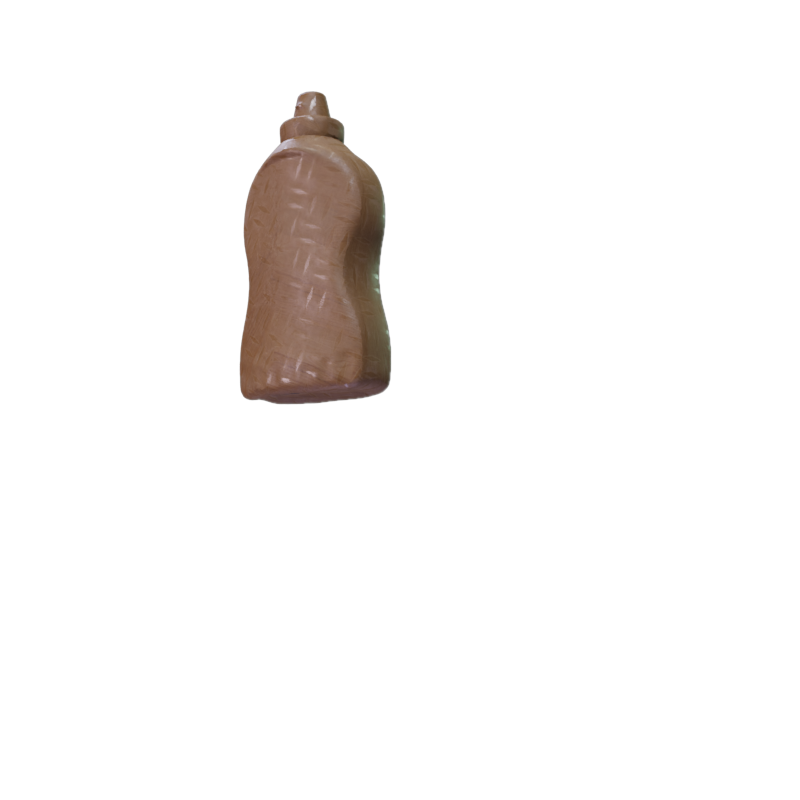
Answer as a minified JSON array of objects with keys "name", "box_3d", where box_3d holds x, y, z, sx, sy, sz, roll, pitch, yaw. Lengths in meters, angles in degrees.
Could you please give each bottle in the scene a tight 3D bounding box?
[{"name":"bottle","box_3d":[-0.054,-0.097,0.680,0.098,0.198,0.055,-11,-18,38]}]
